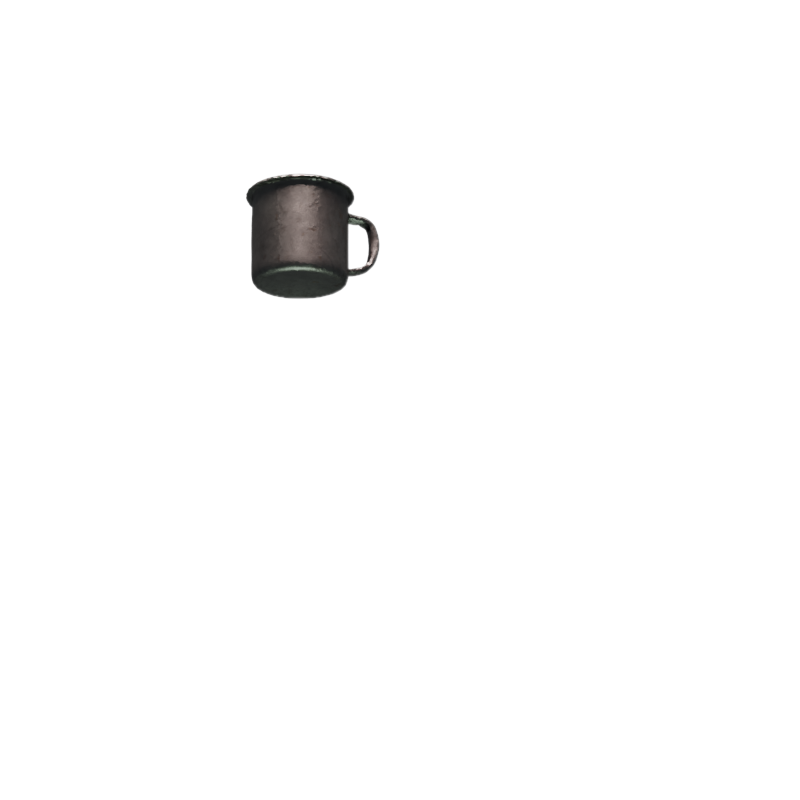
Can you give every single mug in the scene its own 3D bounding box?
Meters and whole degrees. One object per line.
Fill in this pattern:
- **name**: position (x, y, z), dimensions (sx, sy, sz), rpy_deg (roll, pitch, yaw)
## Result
- **mug**: position (-0.074, -0.134, 0.941), dimensions (0.114, 0.085, 0.092), rpy_deg (6, -19, -21)
